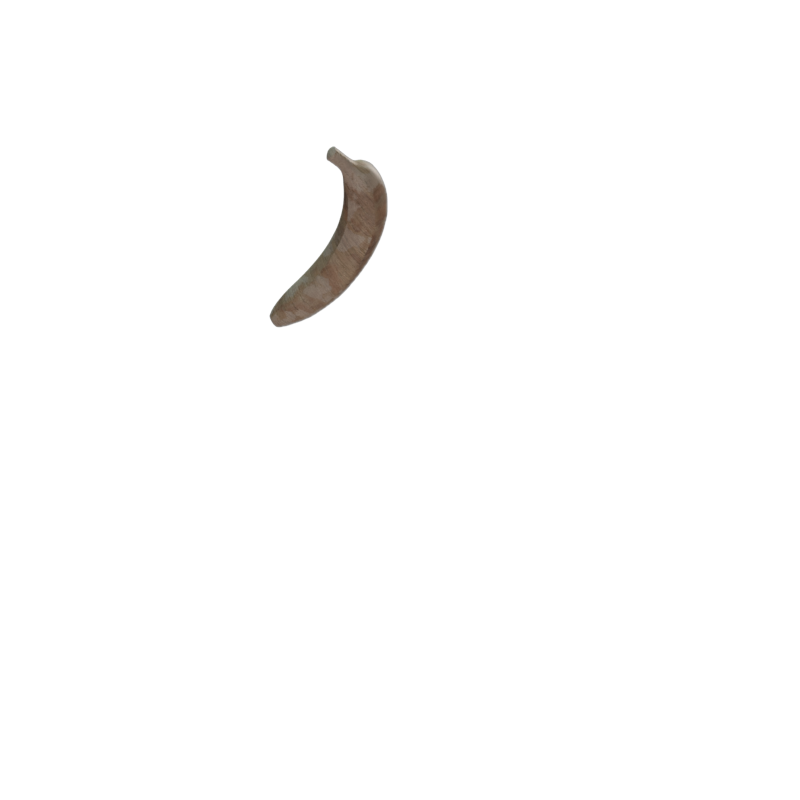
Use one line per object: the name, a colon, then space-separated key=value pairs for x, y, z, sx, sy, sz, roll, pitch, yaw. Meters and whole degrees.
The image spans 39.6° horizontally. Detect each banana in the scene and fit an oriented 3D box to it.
banana: x=-0.054 y=-0.132 z=0.933 sx=0.068 sy=0.188 sz=0.039 roll=13 pitch=40 yaw=-13
